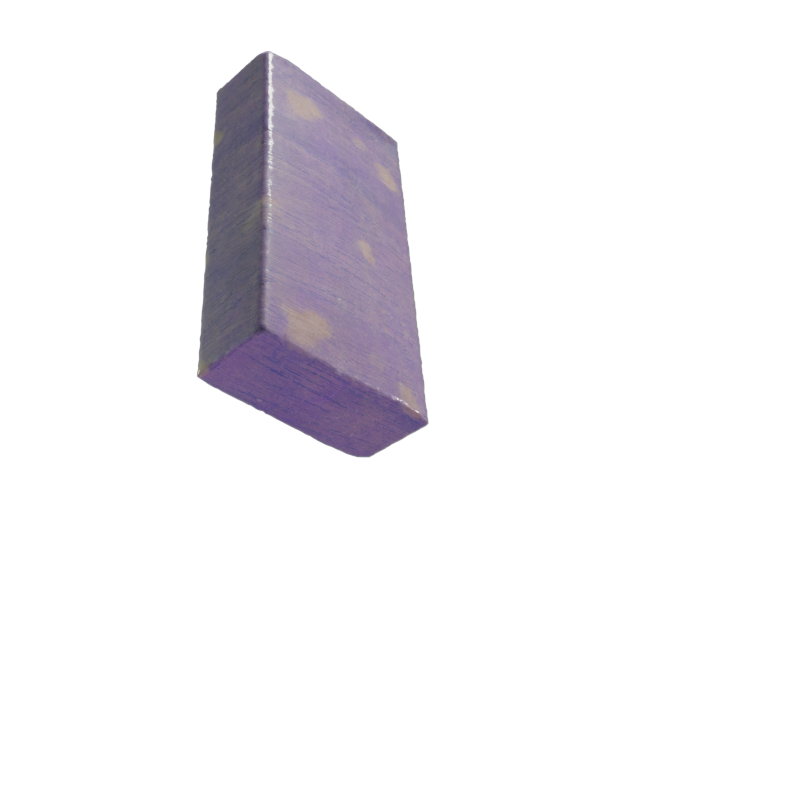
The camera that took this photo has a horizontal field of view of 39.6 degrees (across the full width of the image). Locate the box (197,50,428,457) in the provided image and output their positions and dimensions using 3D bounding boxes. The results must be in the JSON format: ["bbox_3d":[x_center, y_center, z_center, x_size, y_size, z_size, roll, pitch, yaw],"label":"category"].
[{"bbox_3d":[-0.039,-0.071,0.493,0.088,0.189,0.048,30,-49,-34],"label":"box"}]
